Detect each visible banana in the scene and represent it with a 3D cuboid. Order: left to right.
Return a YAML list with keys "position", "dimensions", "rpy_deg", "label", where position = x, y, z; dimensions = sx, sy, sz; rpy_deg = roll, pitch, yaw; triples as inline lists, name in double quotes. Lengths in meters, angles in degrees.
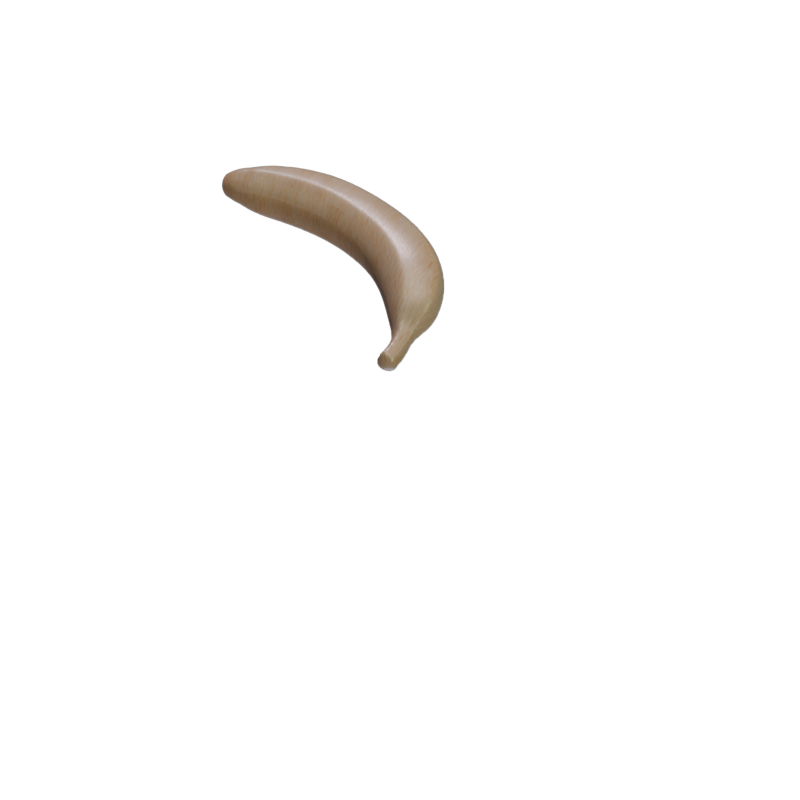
- position: [-0.032, -0.093, 0.633]
  dimensions: [0.069, 0.034, 0.214]
  rpy_deg: [-20, 43, -24]
  label: "banana"
